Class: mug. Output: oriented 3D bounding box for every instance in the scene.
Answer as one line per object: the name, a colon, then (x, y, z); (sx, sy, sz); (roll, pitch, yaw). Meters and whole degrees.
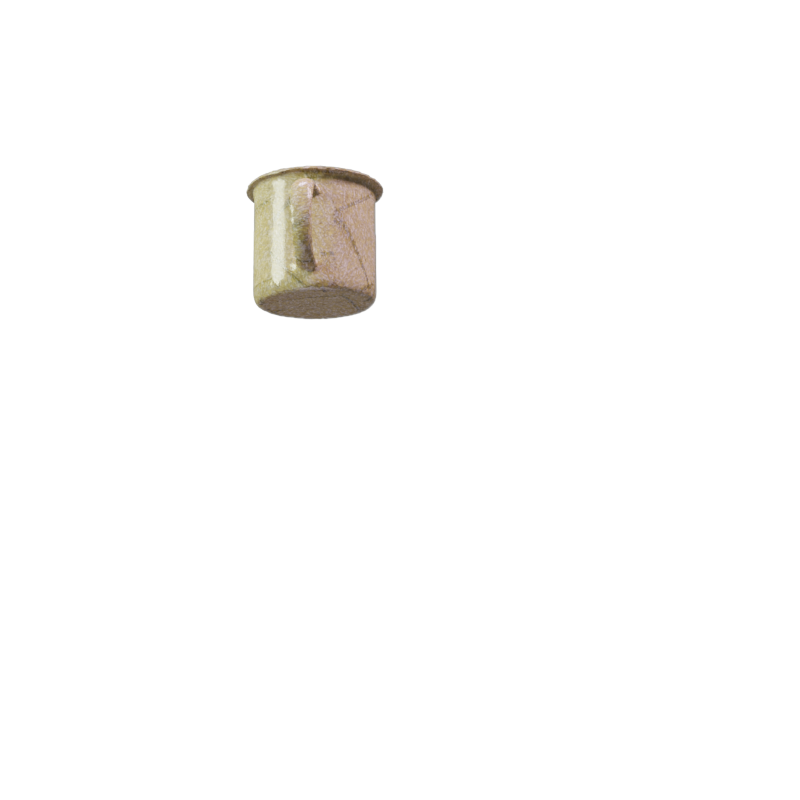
mug: (-0.057, -0.104, 0.731); (0.093, 0.085, 0.112); (-1, -13, 2)
